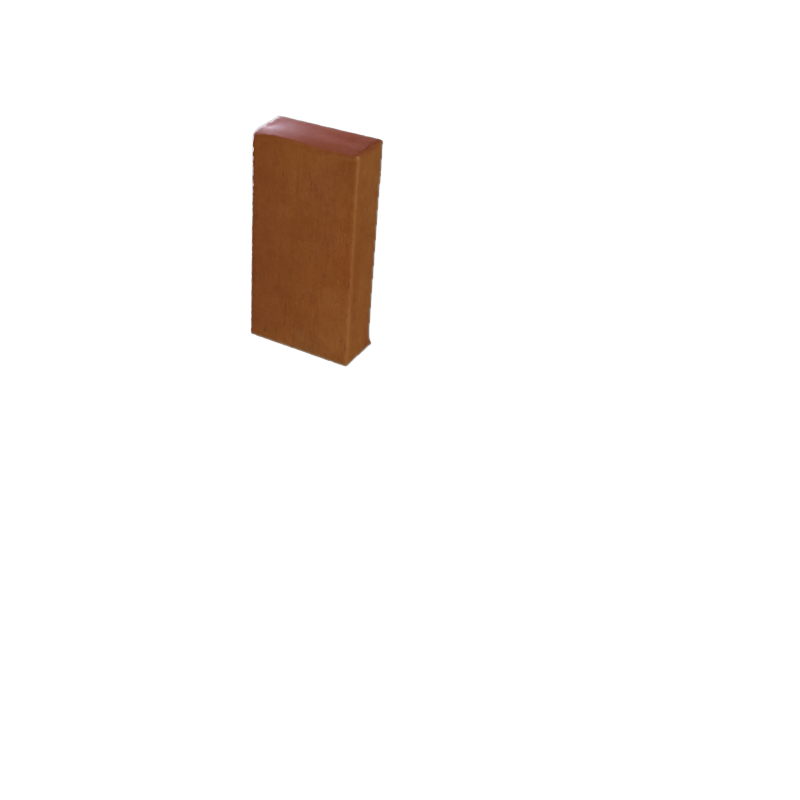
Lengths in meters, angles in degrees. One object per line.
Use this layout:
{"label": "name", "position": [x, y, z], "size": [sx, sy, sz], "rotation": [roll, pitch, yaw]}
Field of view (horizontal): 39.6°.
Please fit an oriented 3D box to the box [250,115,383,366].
{"label": "box", "position": [-0.067, -0.121, 0.846], "size": [0.098, 0.166, 0.049], "rotation": [18, 34, 24]}
